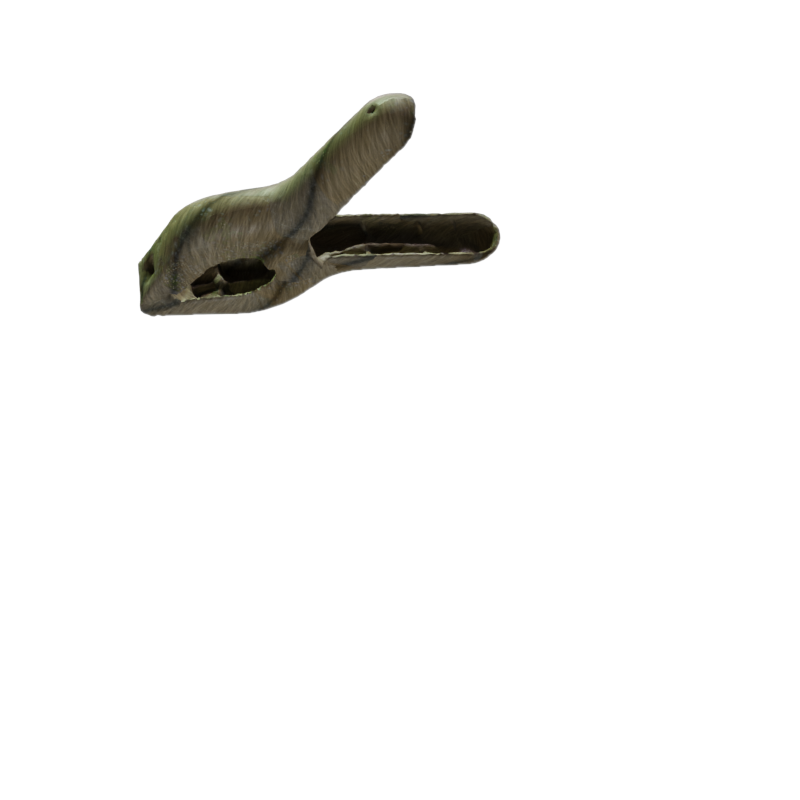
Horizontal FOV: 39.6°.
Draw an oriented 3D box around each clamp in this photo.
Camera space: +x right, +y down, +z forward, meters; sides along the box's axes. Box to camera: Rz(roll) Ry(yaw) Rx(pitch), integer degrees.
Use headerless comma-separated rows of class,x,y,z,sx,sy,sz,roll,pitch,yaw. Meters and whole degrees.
clamp,-0.040,-0.074,0.516,0.173,0.042,0.111,-19,-37,27
